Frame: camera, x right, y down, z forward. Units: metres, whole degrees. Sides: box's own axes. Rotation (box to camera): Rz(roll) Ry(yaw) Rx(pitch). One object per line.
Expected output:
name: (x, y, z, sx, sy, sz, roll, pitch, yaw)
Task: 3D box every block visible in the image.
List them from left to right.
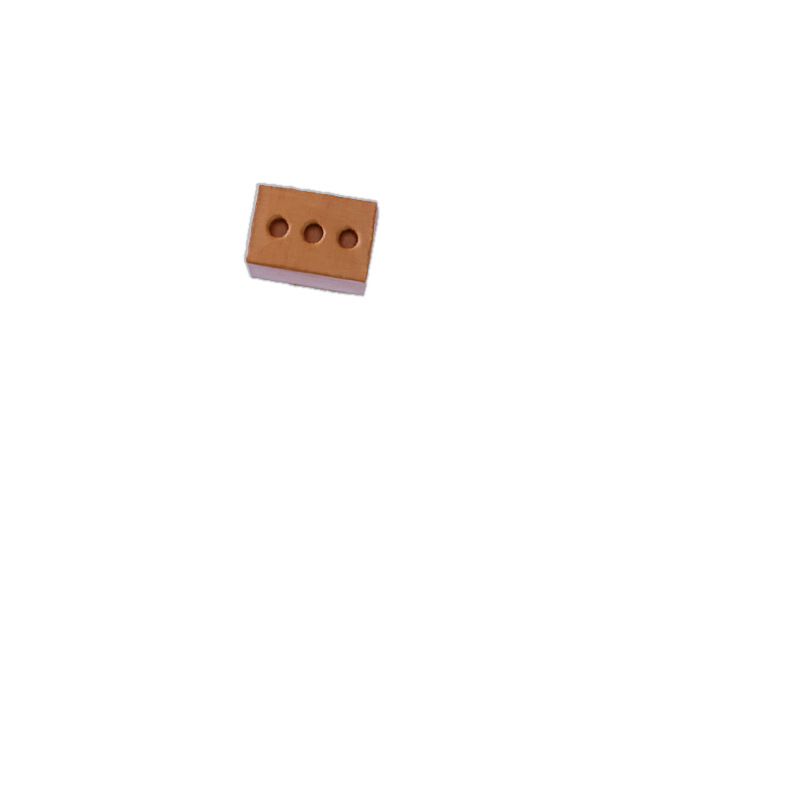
block: (-0.055, -0.101, 0.705, 0.078, 0.054, 0.050, 8, -10, 0)
